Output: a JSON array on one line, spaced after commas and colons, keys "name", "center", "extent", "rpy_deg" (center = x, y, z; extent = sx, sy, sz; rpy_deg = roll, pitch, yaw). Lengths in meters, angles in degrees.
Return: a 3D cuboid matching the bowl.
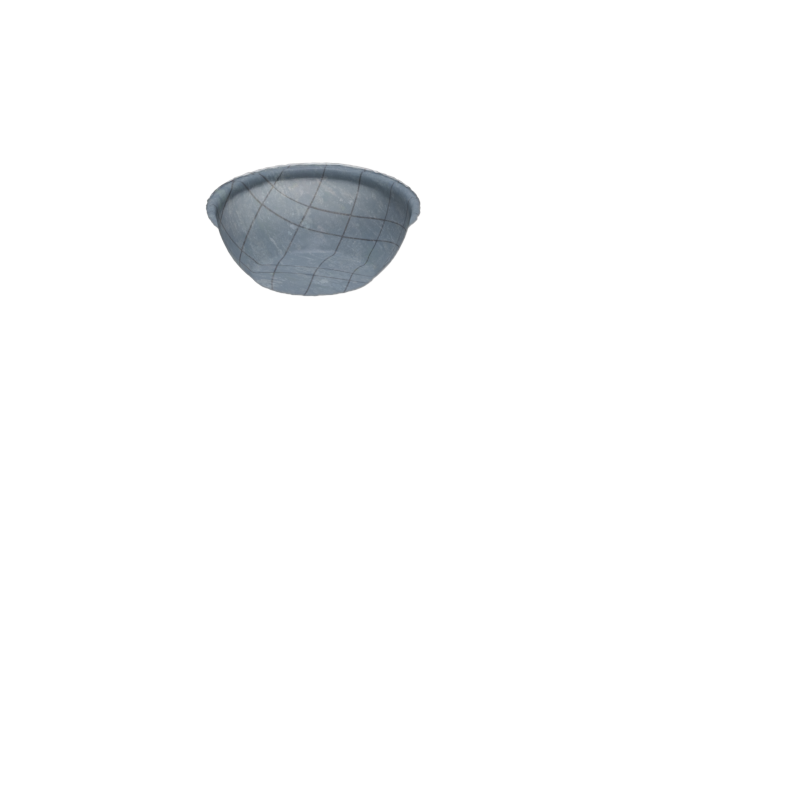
[{"name": "bowl", "center": [-0.065, -0.118, 0.827], "extent": [0.162, 0.058, 0.155], "rpy_deg": [0, -16, -2]}]
